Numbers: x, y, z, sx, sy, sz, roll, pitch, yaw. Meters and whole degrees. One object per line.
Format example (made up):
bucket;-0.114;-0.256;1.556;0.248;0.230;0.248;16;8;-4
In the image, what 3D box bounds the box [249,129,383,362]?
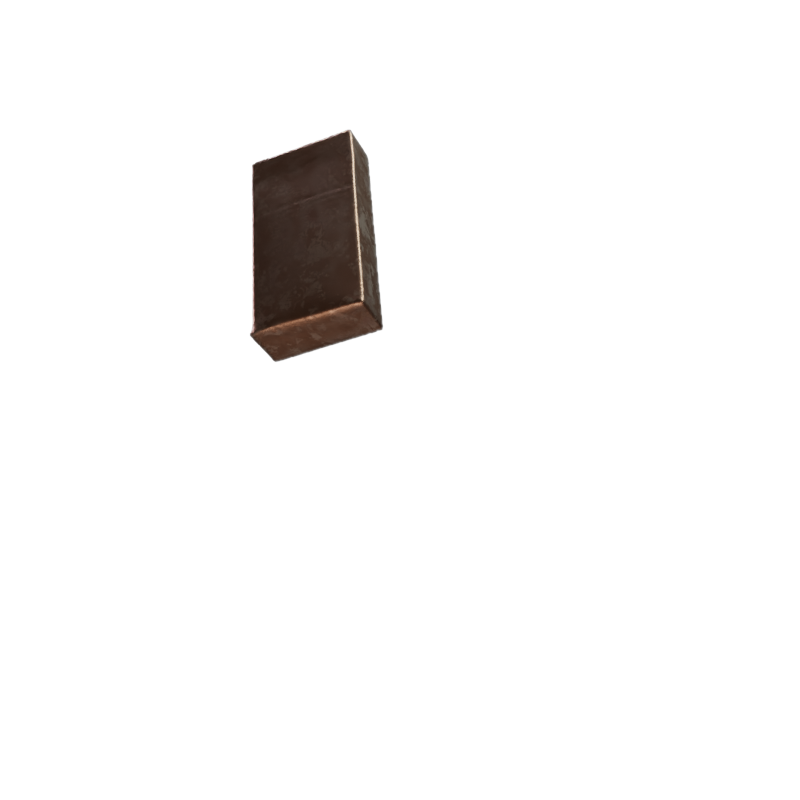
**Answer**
box;-0.067;-0.123;0.862;0.094;0.189;0.044;-17;-40;17
